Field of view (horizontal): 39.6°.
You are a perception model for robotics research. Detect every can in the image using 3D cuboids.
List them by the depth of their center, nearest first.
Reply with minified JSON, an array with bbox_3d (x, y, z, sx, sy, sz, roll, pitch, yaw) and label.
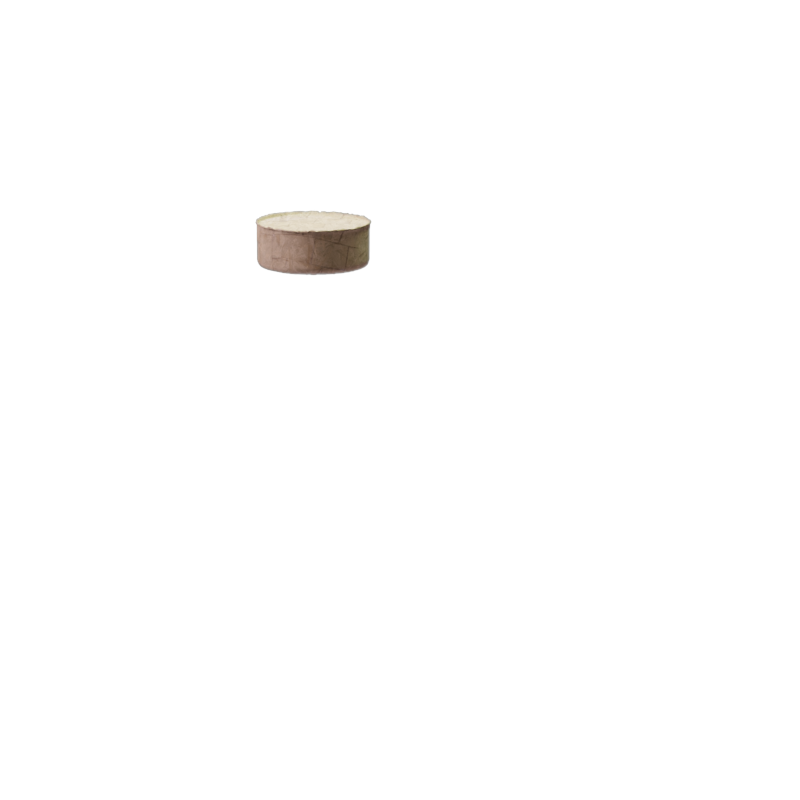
[{"bbox_3d":[-0.065,-0.118,0.828,0.086,0.032,0.089,-1,18,-2],"label":"can"}]
